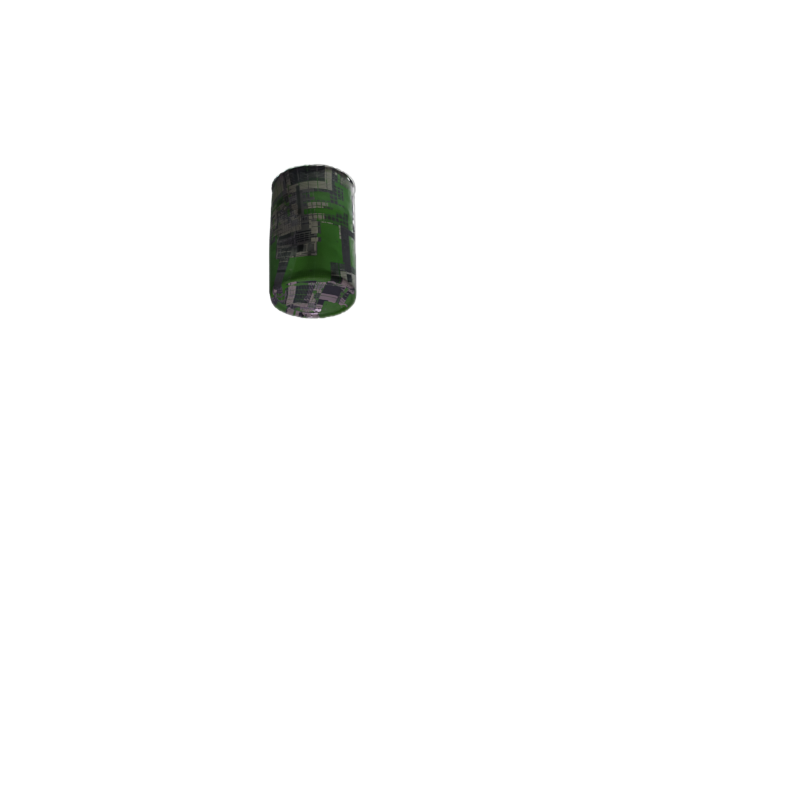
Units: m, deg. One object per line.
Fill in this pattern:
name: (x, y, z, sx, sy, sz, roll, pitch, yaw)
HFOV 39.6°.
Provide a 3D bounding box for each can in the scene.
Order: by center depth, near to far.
can: (-0.068, -0.123, 0.863, 0.068, 0.109, 0.064, 0, -28, -2)
